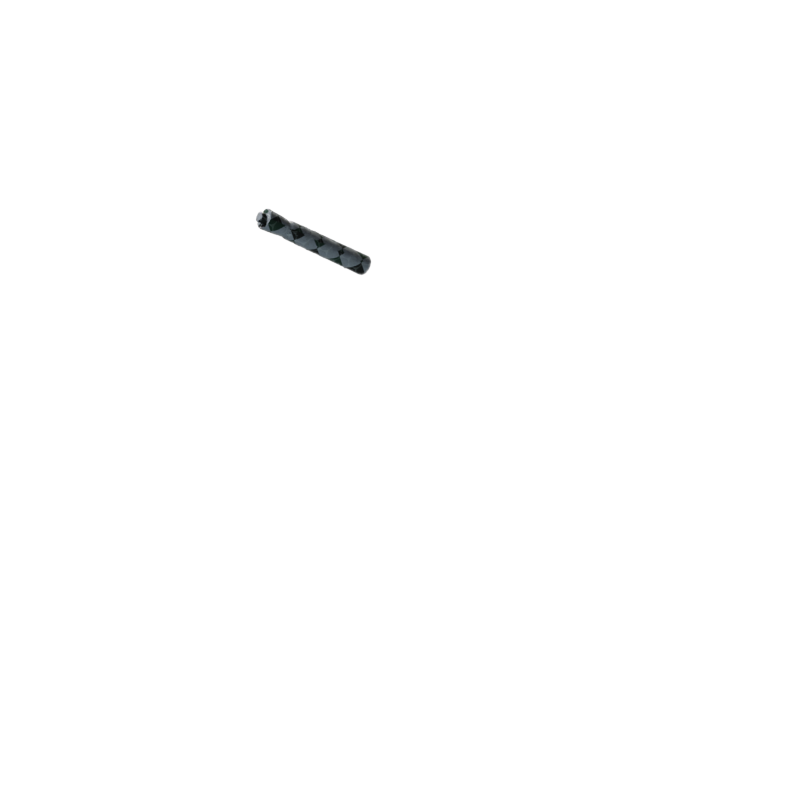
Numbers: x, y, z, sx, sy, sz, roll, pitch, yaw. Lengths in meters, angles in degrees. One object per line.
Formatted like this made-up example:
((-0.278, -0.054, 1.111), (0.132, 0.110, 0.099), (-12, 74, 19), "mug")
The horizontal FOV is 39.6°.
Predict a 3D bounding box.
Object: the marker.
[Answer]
((-0.076, -0.140, 0.977), (0.114, 0.020, 0.021), (21, -9, -34), "marker")
